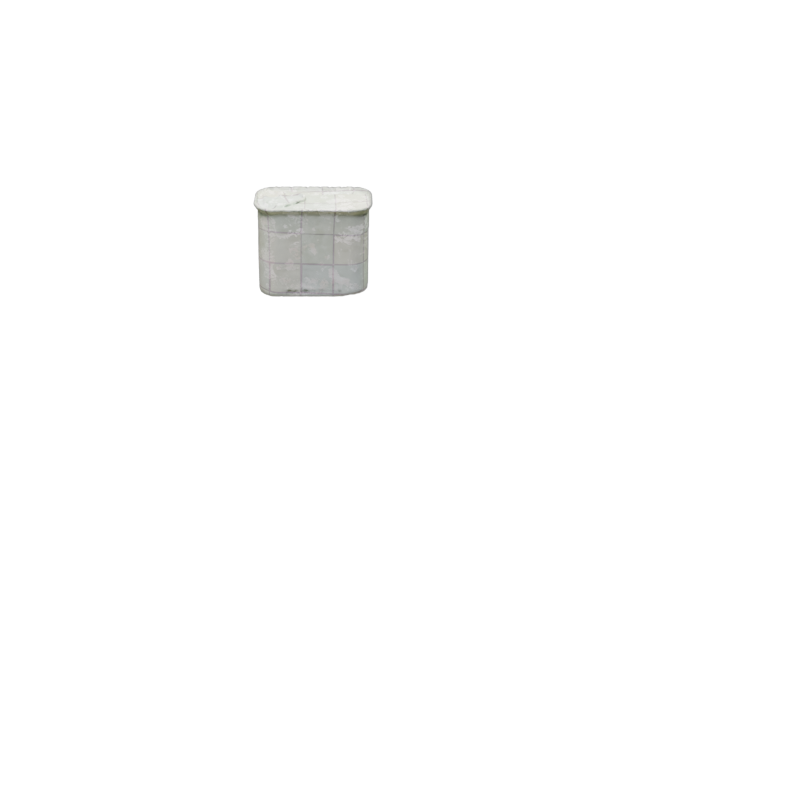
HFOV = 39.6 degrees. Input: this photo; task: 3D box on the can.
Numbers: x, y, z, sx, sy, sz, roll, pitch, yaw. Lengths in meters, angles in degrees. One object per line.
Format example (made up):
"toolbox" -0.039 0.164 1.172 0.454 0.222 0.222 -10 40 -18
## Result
"can" -0.076 -0.139 0.972 0.102 0.079 0.061 0 26 -1
